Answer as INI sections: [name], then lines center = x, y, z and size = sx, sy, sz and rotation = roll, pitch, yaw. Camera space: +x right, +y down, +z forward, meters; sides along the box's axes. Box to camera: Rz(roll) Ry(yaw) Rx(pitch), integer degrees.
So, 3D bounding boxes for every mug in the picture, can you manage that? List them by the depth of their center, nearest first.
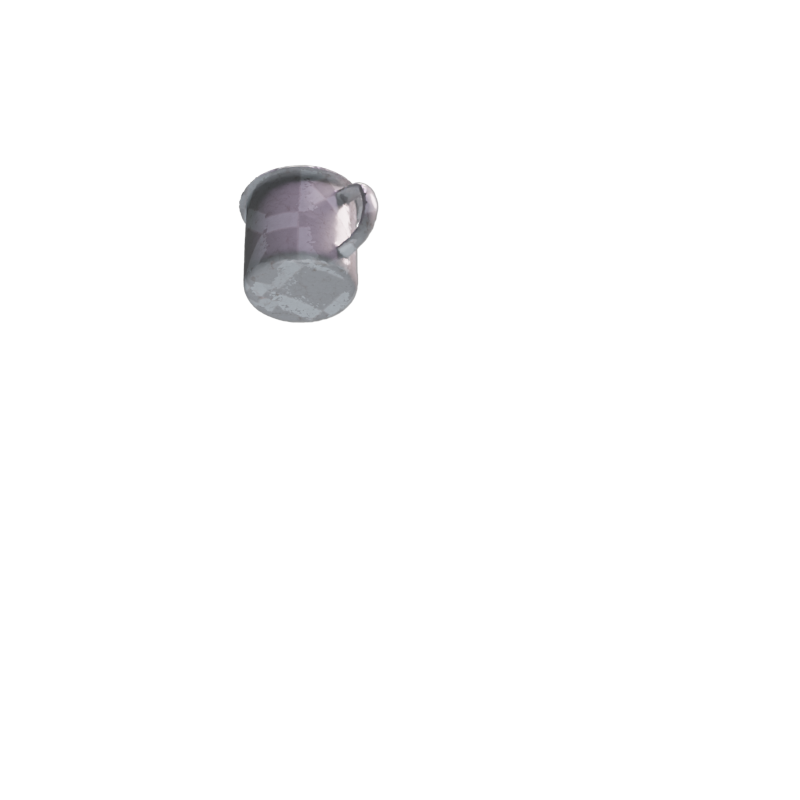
[mug]
center = -0.063, -0.114, 0.800
size = 0.117, 0.087, 0.087
rotation = -25, -41, 30
